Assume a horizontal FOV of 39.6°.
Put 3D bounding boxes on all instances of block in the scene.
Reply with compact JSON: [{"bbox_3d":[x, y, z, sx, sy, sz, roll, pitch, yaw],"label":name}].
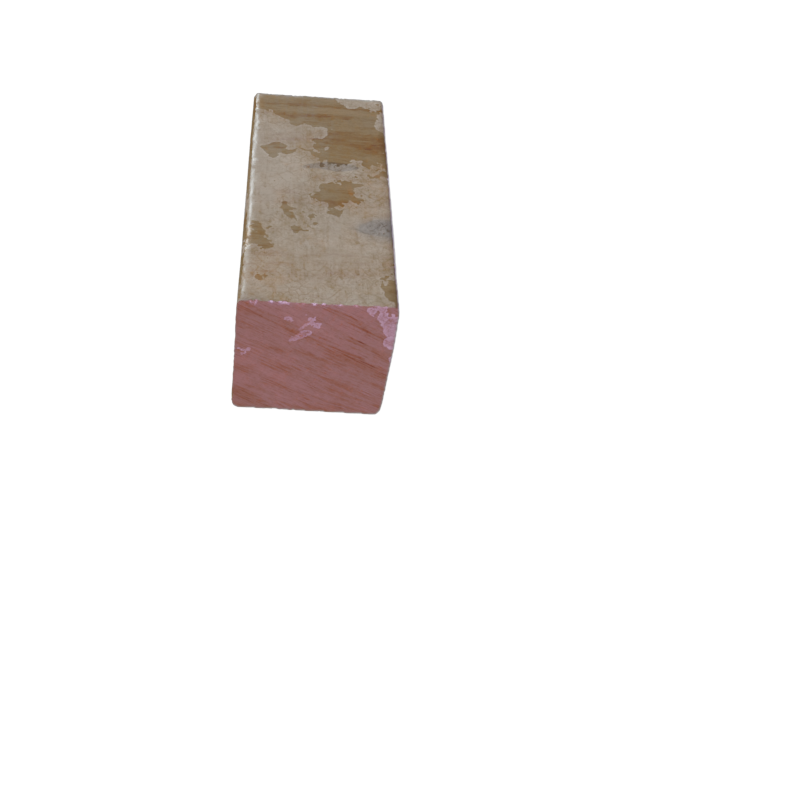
[{"bbox_3d":[-0.055,-0.100,0.704,0.090,0.084,0.221,3,44,-6],"label":"block"}]
